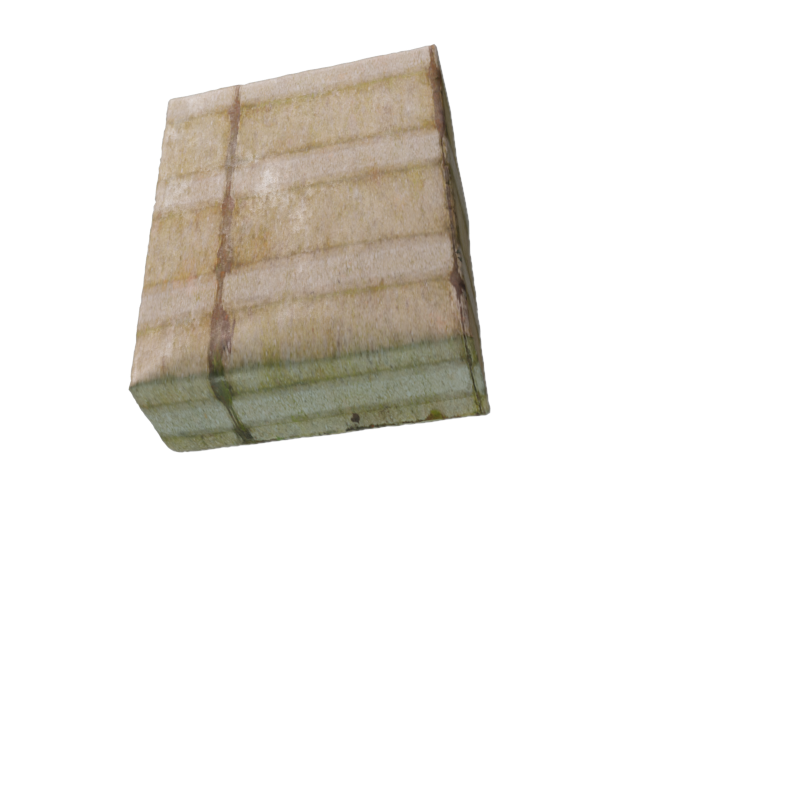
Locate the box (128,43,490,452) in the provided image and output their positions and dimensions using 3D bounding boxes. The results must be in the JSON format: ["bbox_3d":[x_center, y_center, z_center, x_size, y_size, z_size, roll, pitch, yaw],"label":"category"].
[{"bbox_3d":[-0.046,-0.085,0.594,0.165,0.229,0.066,-10,-40,9],"label":"box"}]
